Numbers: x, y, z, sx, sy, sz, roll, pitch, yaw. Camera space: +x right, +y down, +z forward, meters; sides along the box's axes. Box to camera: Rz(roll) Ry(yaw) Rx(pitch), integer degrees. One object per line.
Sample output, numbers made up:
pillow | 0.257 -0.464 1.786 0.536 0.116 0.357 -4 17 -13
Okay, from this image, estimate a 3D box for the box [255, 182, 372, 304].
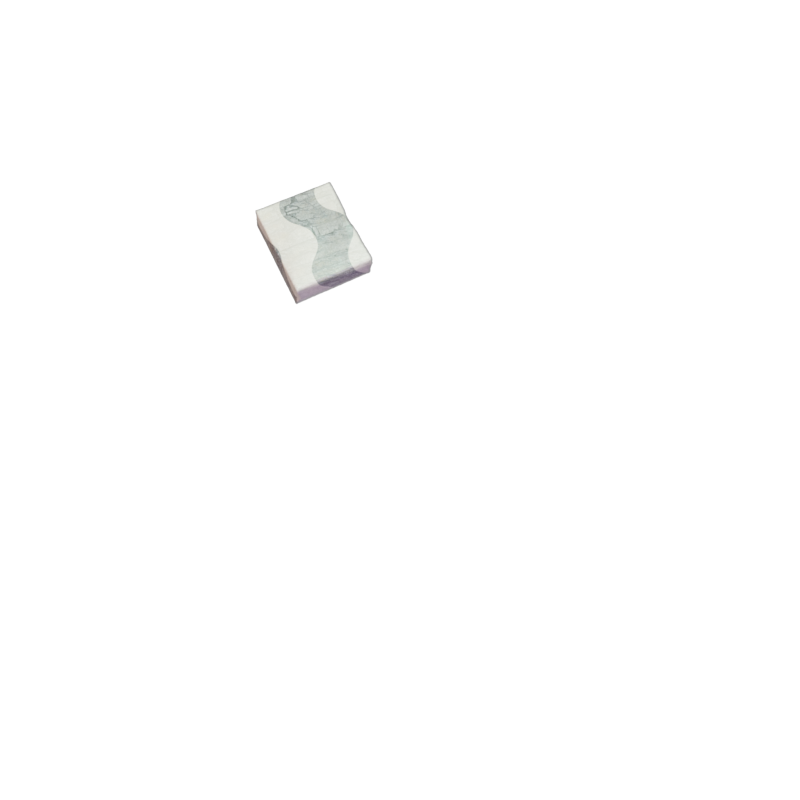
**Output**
box | -0.076 -0.138 0.967 0.073 0.095 0.028 -23 -24 -11
